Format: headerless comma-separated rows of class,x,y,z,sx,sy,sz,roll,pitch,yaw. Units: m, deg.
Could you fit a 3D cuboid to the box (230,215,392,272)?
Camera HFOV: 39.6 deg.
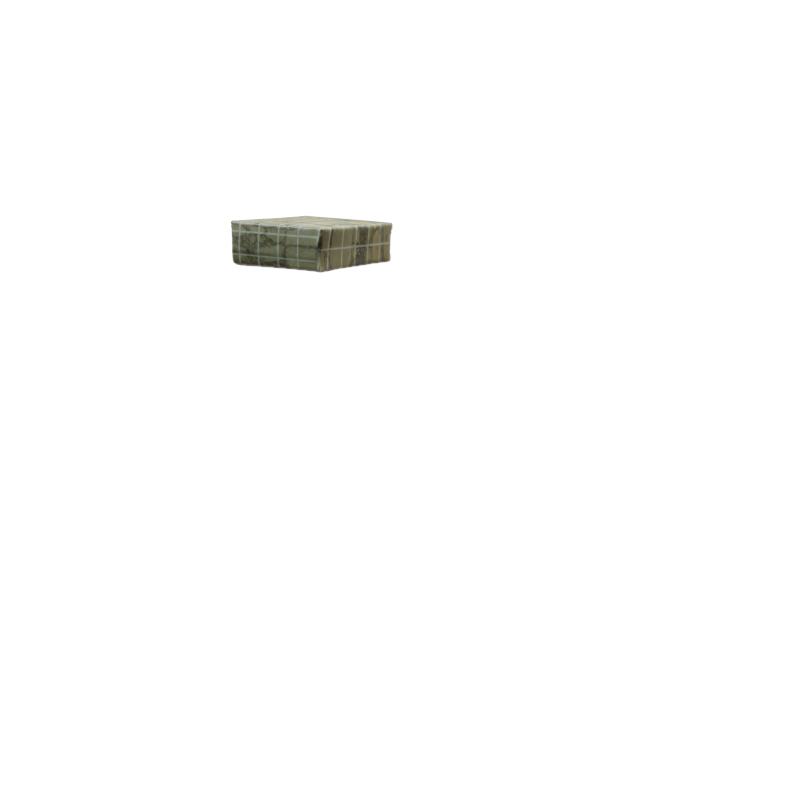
box,-0.072,-0.131,0.918,0.094,0.038,0.111,8,15,30
